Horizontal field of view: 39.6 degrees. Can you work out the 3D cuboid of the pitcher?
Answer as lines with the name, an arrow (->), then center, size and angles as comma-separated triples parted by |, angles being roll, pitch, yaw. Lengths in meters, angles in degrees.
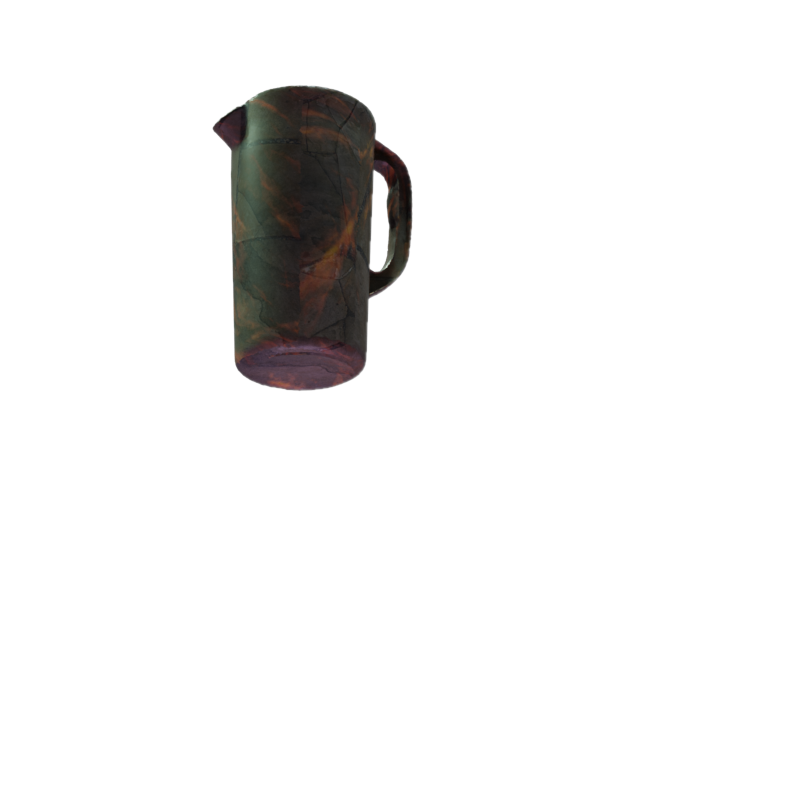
pitcher -> -0.075, -0.136, 0.956 | 0.151, 0.257, 0.135 | -9, -25, 16
